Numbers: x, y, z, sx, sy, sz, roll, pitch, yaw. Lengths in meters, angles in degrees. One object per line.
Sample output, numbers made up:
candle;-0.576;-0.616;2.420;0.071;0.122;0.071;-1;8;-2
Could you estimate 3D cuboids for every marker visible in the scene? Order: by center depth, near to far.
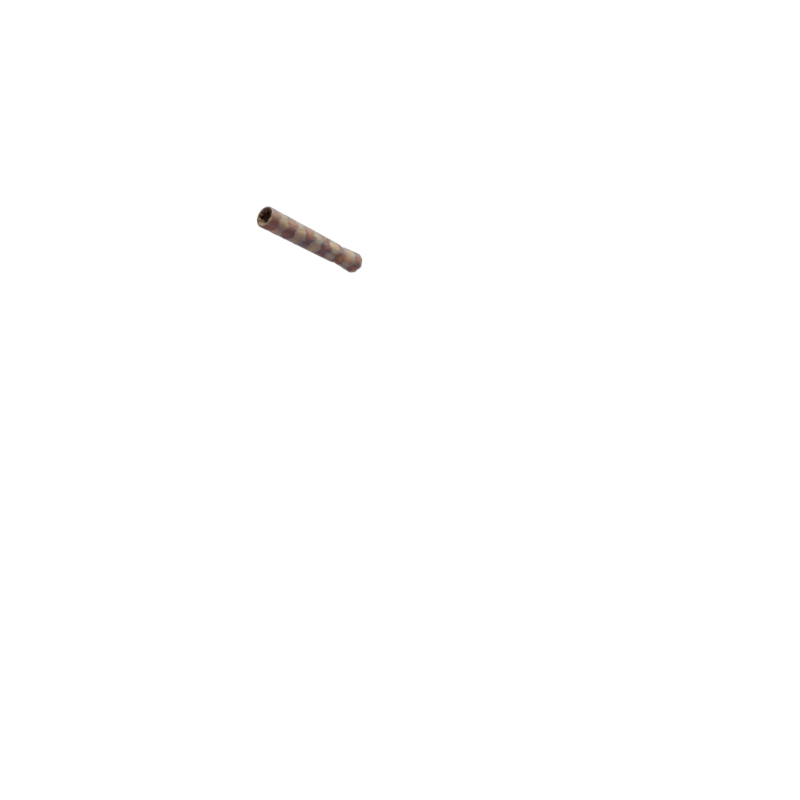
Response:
marker;-0.075;-0.136;0.952;0.021;0.020;0.113;4;-13;44
